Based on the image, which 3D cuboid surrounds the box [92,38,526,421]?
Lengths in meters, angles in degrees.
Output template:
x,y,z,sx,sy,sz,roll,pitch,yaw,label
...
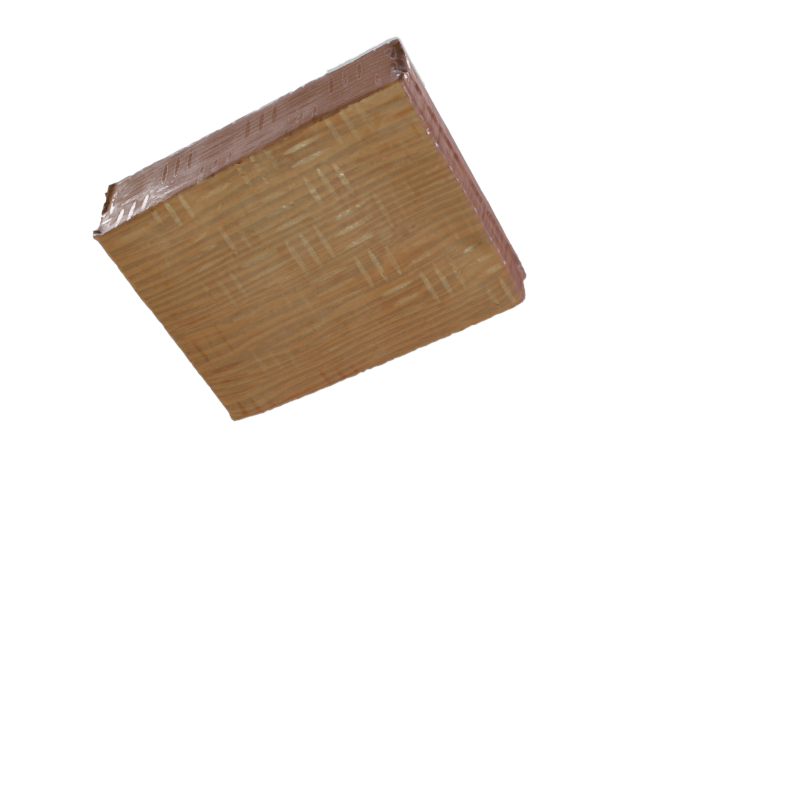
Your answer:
x,y,z,sx,sy,sz,roll,pitch,yaw,label
-0.028,-0.052,0.364,0.114,0.084,0.041,-24,29,14,box
